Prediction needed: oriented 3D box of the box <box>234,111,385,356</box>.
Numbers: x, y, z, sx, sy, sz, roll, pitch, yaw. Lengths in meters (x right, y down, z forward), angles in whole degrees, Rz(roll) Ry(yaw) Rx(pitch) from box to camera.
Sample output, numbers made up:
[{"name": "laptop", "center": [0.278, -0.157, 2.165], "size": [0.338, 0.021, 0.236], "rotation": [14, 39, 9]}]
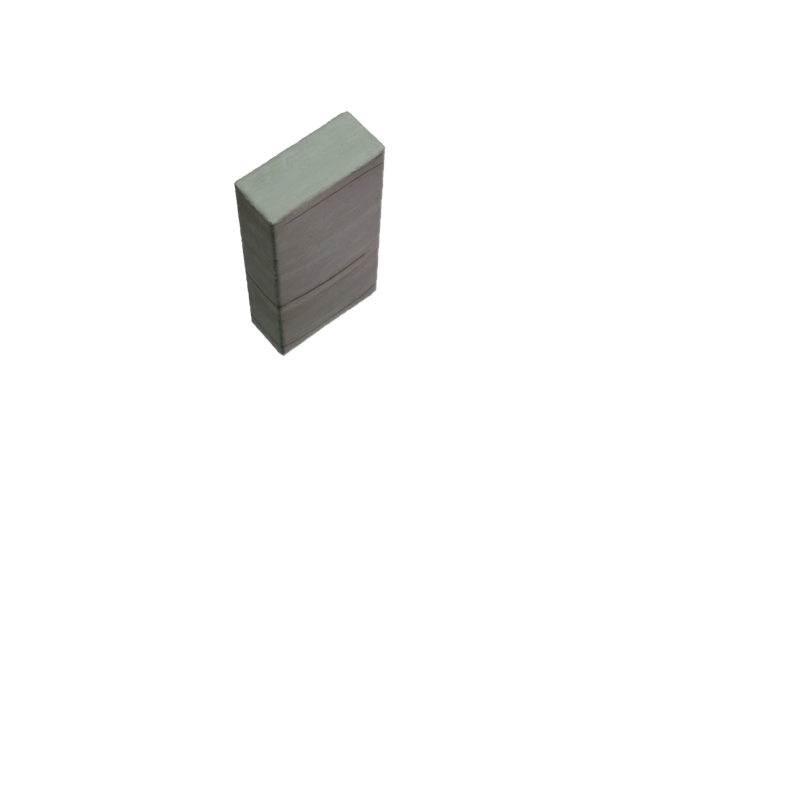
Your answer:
[{"name": "box", "center": [-0.059, -0.107, 0.750], "size": [0.094, 0.050, 0.166], "rotation": [-37, -17, -18]}]
